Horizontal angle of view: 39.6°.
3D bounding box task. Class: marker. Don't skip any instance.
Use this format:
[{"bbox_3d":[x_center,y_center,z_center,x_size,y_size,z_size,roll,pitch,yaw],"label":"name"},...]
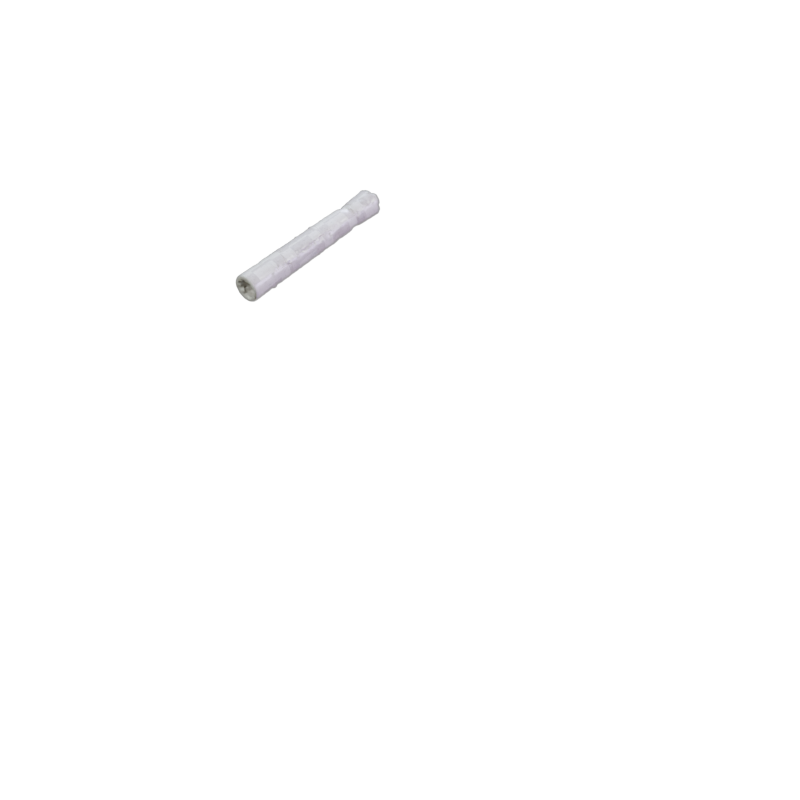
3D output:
[{"bbox_3d":[-0.055,-0.101,0.708,0.021,0.019,0.122,4,36,48],"label":"marker"}]
